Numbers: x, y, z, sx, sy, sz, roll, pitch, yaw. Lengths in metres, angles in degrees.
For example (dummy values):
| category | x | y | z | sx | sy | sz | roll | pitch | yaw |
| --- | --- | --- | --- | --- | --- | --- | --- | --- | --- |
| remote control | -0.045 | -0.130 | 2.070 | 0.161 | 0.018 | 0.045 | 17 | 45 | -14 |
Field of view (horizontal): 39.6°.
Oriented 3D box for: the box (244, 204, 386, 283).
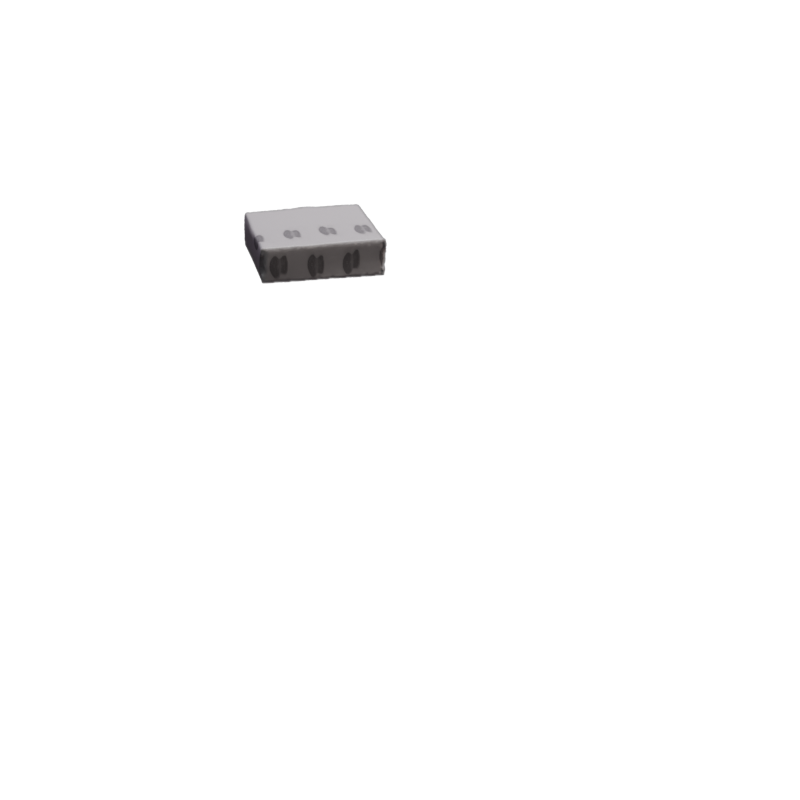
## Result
| category | x | y | z | sx | sy | sz | roll | pitch | yaw |
| --- | --- | --- | --- | --- | --- | --- | --- | --- | --- |
| box | -0.061 | -0.112 | 0.785 | 0.088 | 0.029 | 0.078 | -6 | 29 | -12 |
